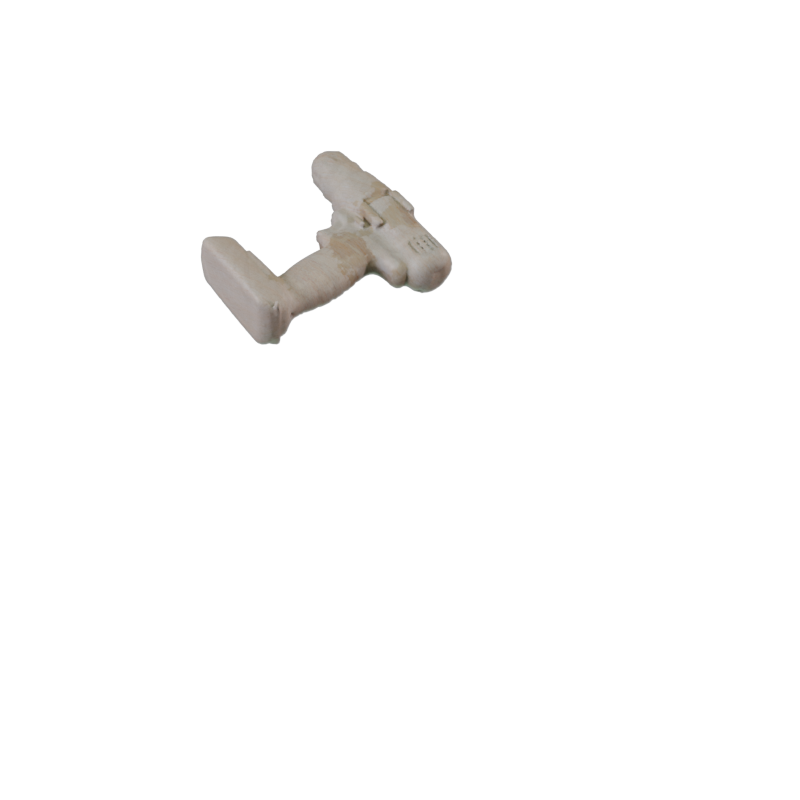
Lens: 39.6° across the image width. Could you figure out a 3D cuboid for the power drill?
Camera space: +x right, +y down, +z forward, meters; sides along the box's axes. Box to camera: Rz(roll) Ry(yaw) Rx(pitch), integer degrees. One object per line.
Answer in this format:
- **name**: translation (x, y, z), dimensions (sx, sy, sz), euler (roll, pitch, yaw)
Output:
- **power drill**: translation (-0.076, -0.138, 0.970), dimensions (0.187, 0.053, 0.199), euler (-27, 53, -23)
